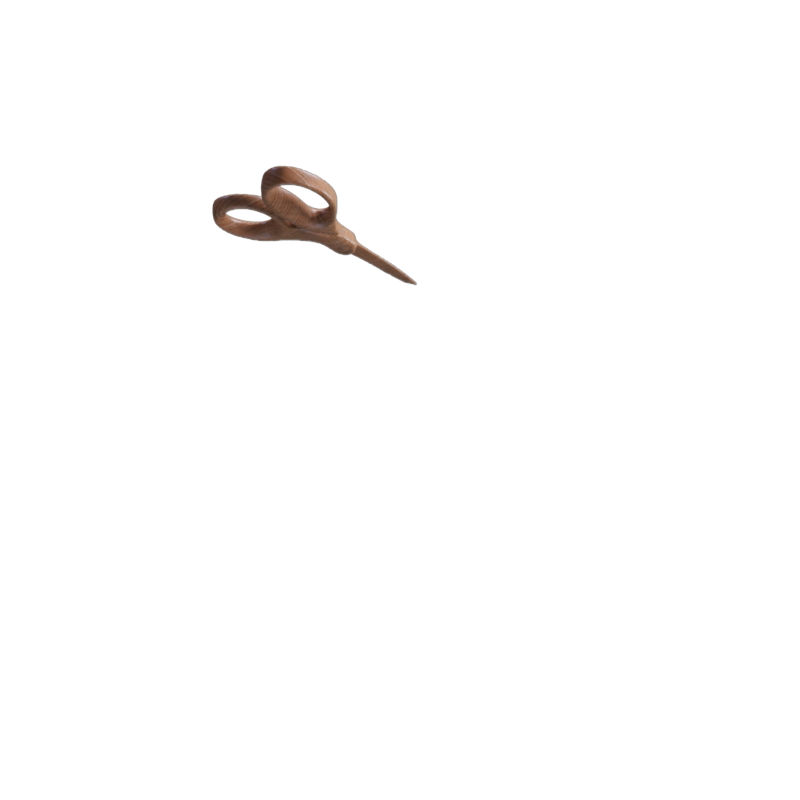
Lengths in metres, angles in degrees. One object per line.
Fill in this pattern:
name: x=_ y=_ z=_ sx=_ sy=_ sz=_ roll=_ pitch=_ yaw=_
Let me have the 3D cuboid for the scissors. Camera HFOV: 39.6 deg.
scissors: x=-0.063 y=-0.114 z=0.801 sx=0.098 sy=0.017 sz=0.188 roll=-7 pitch=-20 yaw=18
